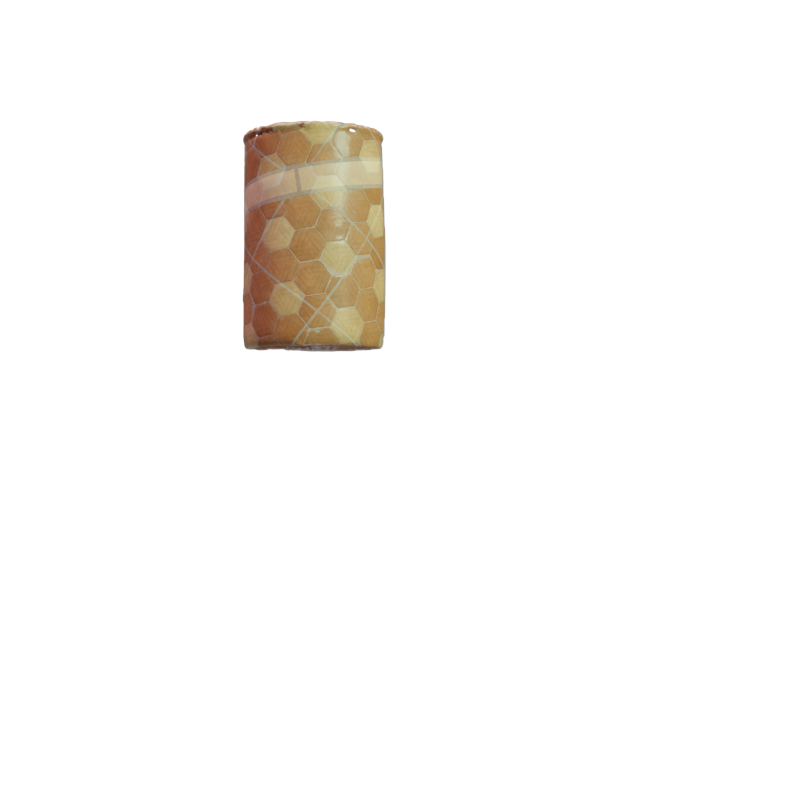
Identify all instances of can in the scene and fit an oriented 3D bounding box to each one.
[{"bbox_3d":[-0.041,-0.075,0.529,0.068,0.104,0.068,0,-5,-2],"label":"can"}]
